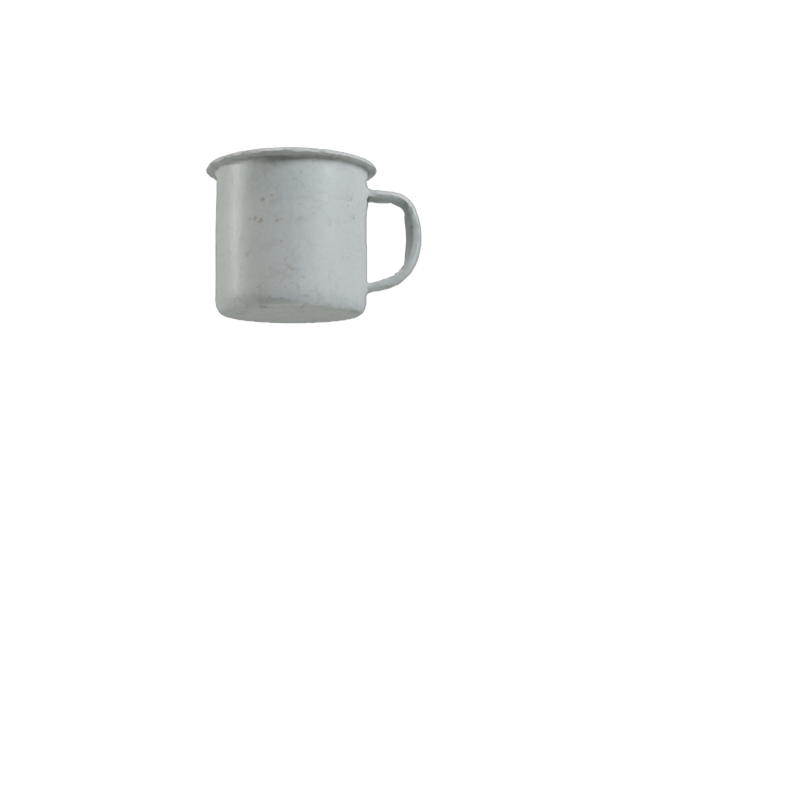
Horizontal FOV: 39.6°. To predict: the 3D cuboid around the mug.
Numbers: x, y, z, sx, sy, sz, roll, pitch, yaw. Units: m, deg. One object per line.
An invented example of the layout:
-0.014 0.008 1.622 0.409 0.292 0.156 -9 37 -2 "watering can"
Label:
-0.047 -0.086 0.601 0.117 0.083 0.092 0 -6 -3 "mug"
